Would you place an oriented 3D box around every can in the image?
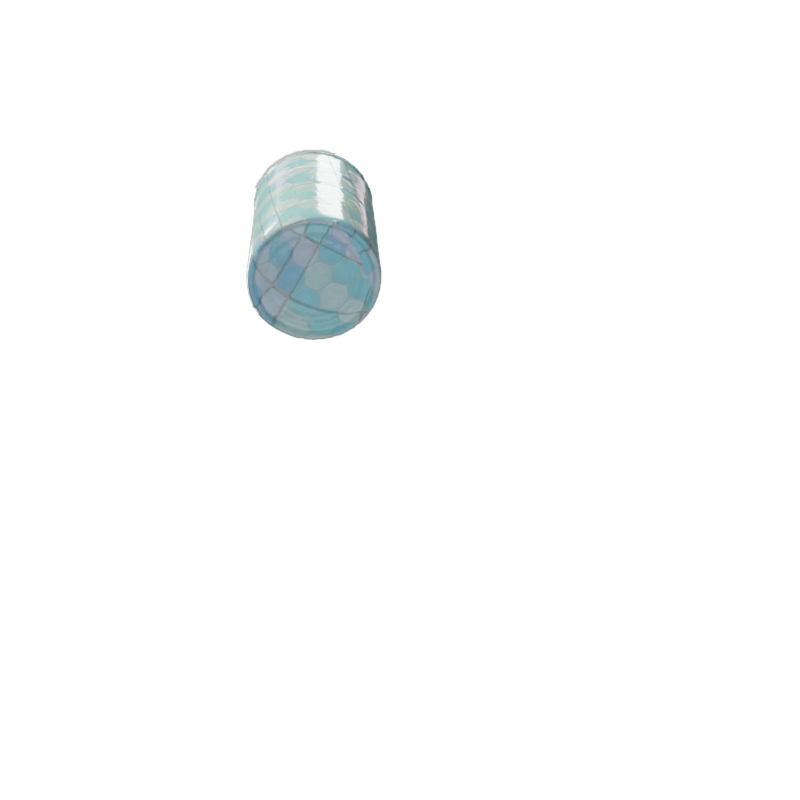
[{"bbox_3d":[-0.046,-0.083,0.583,0.068,0.065,0.108,0,28,-3],"label":"can"}]
